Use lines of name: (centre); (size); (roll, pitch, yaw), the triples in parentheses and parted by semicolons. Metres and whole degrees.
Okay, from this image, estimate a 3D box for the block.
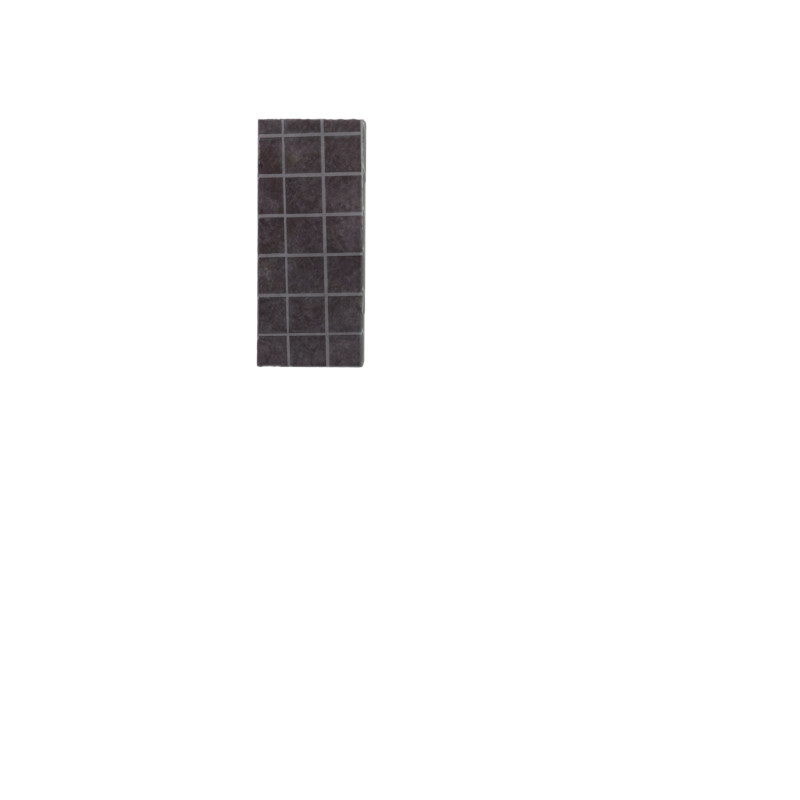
block: (-0.075, -0.137, 0.960); (0.091, 0.205, 0.090); (0, 3, 1)
